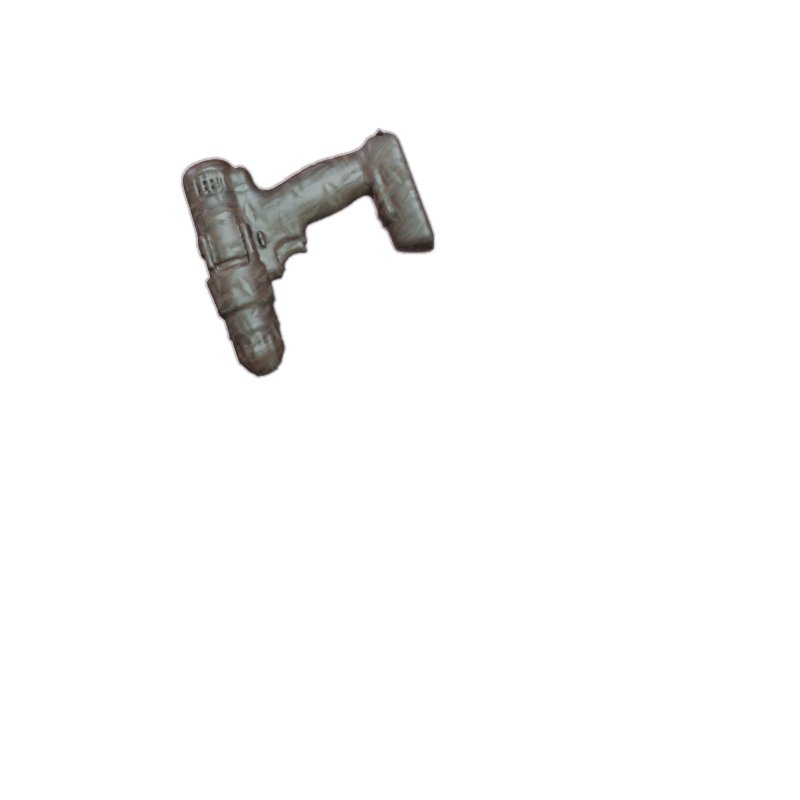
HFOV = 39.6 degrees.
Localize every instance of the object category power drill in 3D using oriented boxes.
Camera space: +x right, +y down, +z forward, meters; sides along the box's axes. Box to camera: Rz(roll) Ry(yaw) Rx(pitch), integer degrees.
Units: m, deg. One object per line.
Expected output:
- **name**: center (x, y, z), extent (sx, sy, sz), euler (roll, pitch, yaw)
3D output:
- **power drill**: center (-0.071, -0.130, 0.908), extent (0.187, 0.189, 0.056), euler (-18, -8, -3)
